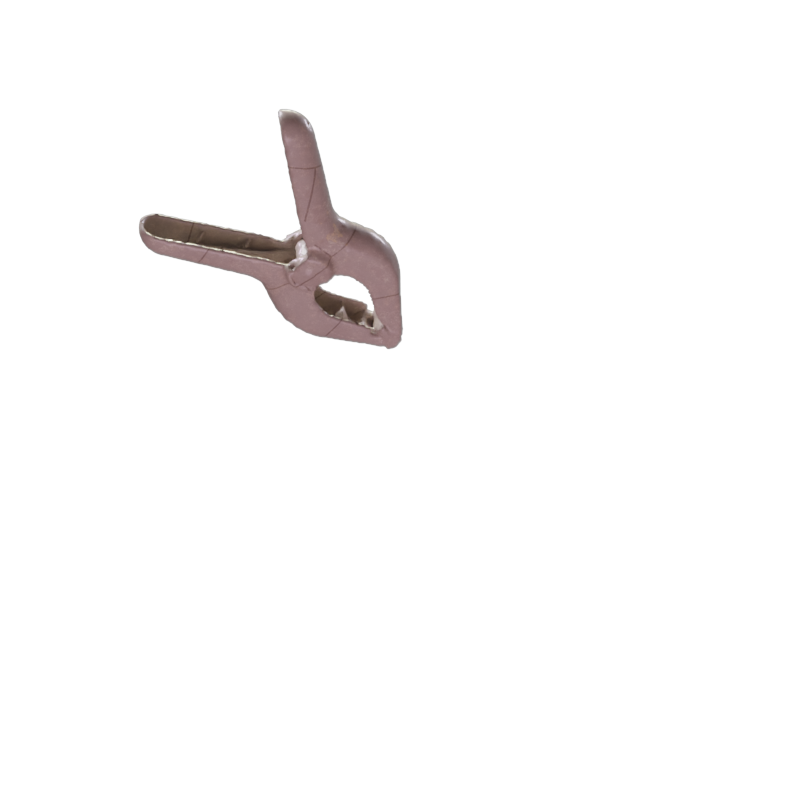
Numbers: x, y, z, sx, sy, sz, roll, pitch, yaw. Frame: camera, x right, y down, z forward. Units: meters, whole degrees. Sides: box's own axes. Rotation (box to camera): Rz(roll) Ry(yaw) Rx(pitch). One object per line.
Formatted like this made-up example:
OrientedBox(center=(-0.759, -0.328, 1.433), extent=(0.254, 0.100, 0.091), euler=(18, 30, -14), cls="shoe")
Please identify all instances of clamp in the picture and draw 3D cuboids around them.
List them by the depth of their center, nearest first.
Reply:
OrientedBox(center=(-0.050, -0.091, 0.640), extent=(0.162, 0.042, 0.118), euler=(30, -50, -30), cls="clamp")
